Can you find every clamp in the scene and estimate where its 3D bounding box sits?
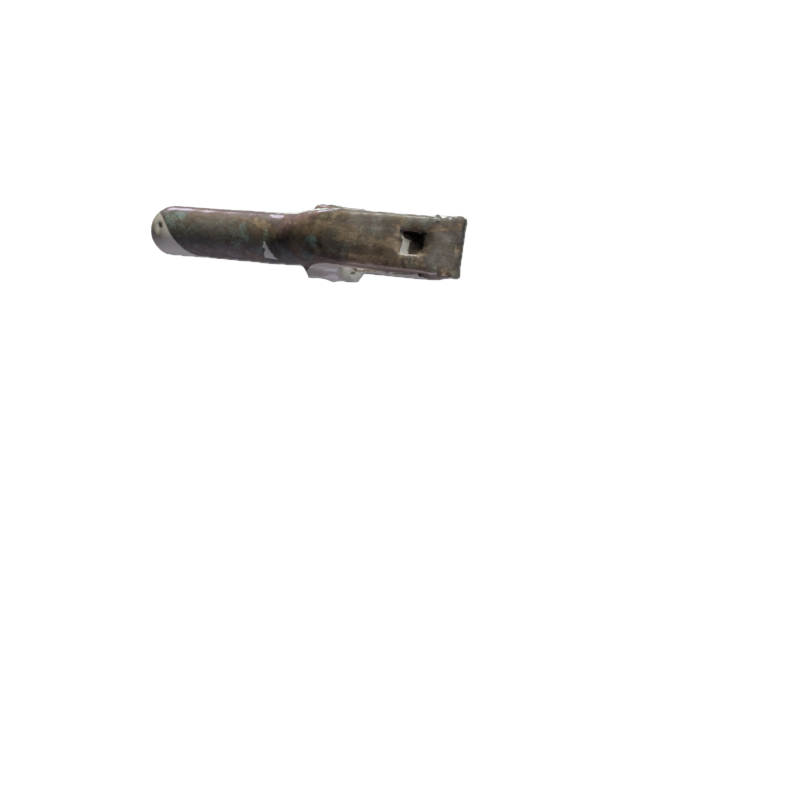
[{"bbox_3d":[-0.042,-0.076,0.534,0.116,0.039,0.177,-3,5,-31],"label":"clamp"}]
